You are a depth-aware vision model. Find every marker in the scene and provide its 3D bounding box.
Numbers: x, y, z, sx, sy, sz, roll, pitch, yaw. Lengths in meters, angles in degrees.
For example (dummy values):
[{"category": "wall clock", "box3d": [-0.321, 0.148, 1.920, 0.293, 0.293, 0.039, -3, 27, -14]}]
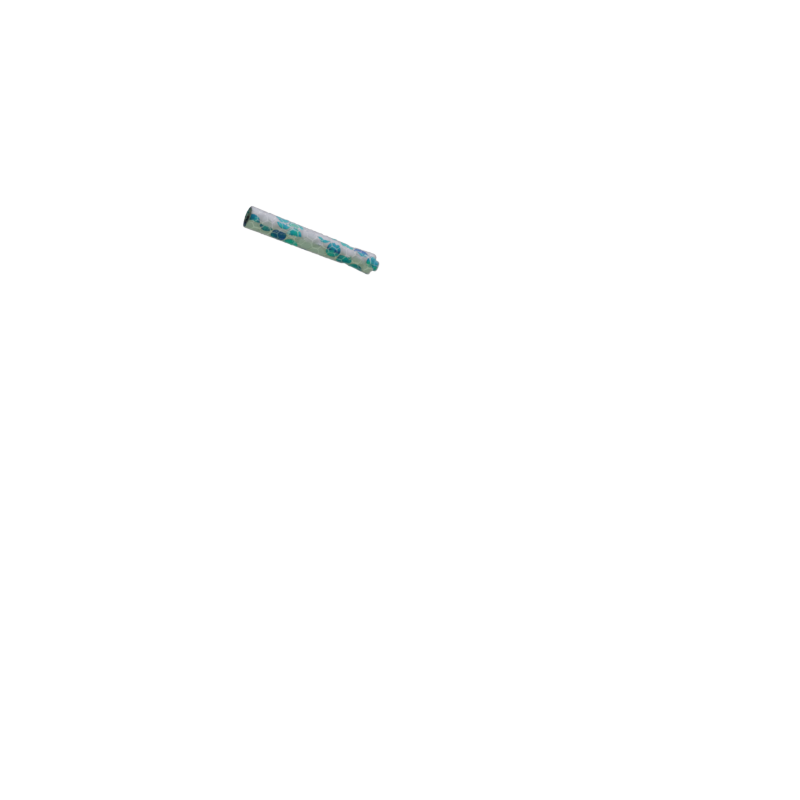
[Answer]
[{"category": "marker", "box3d": [-0.072, -0.132, 0.925, 0.117, 0.020, 0.020, 19, -3, -17]}]
